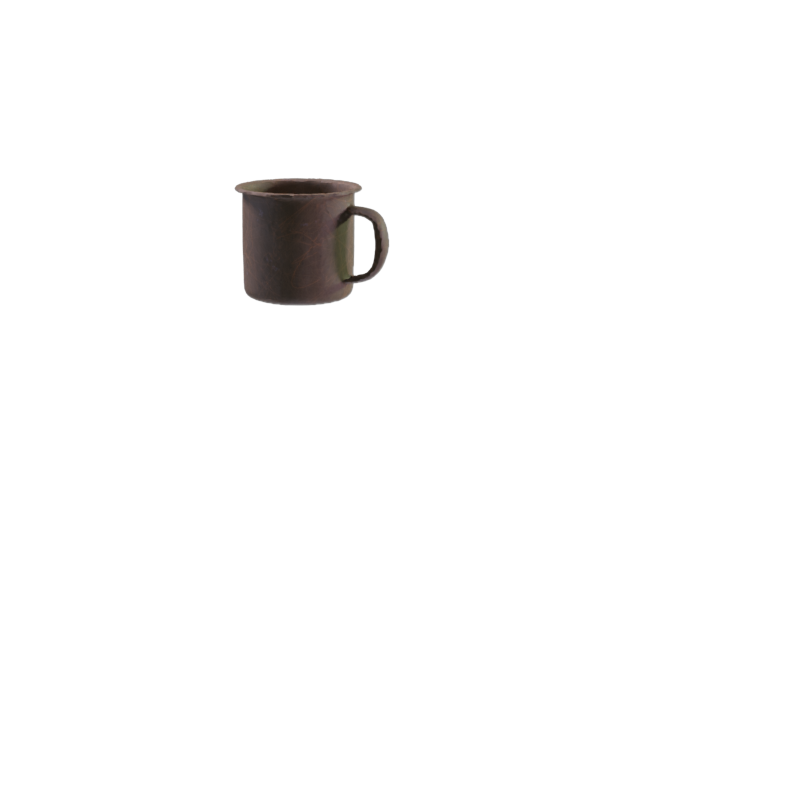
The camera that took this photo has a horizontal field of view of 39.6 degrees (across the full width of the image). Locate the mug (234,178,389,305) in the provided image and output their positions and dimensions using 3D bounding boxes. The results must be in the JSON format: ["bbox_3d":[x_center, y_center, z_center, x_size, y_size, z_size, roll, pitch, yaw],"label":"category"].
[{"bbox_3d":[-0.063,-0.116,0.809,0.121,0.079,0.093,7,16,21],"label":"mug"}]
